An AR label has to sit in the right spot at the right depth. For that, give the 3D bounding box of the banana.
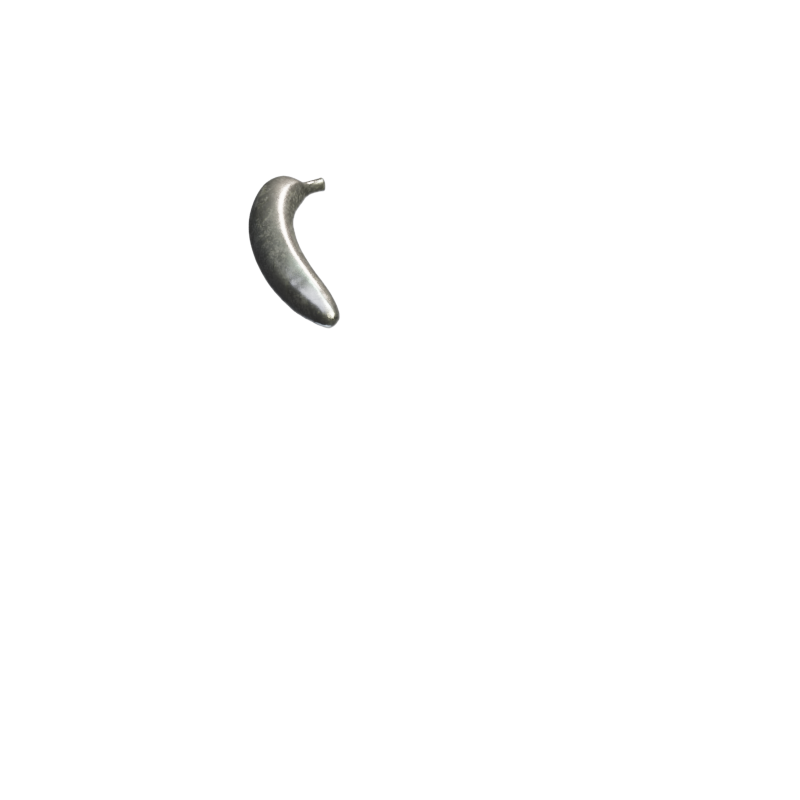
[{"bbox_3d":[-0.090,-0.133,0.915,0.069,0.034,0.213,-3,43,-4],"label":"banana"}]
